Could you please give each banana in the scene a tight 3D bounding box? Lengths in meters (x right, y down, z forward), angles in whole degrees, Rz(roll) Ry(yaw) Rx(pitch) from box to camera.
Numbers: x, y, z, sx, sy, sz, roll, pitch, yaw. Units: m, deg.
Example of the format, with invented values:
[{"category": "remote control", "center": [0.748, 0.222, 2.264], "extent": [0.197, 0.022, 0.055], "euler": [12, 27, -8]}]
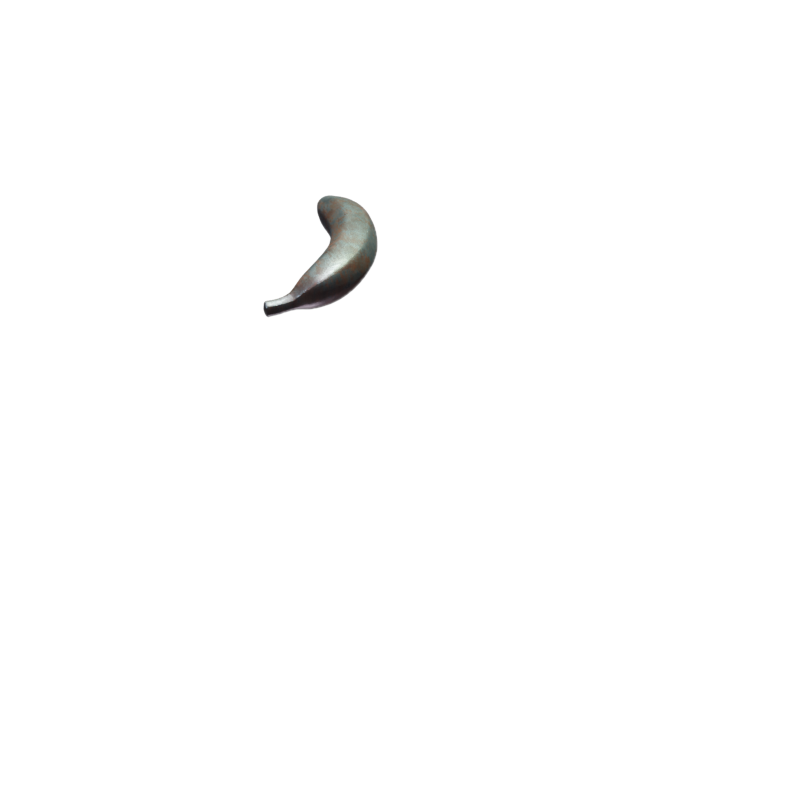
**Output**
[{"category": "banana", "center": [-0.051, -0.122, 0.876], "extent": [0.071, 0.035, 0.206], "euler": [5, 31, 8]}]
